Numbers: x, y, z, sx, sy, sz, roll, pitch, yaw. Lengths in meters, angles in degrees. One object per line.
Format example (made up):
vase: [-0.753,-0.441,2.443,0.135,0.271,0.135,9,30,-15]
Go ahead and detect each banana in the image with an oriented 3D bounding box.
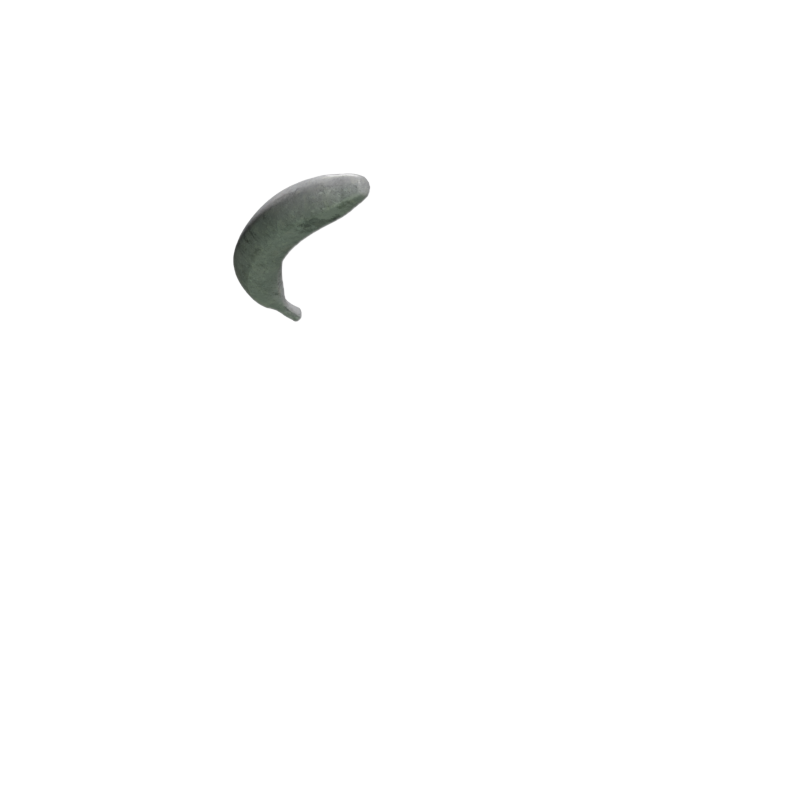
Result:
banana: [-0.082,-0.116,0.812,0.068,0.039,0.191,7,-24,-17]
